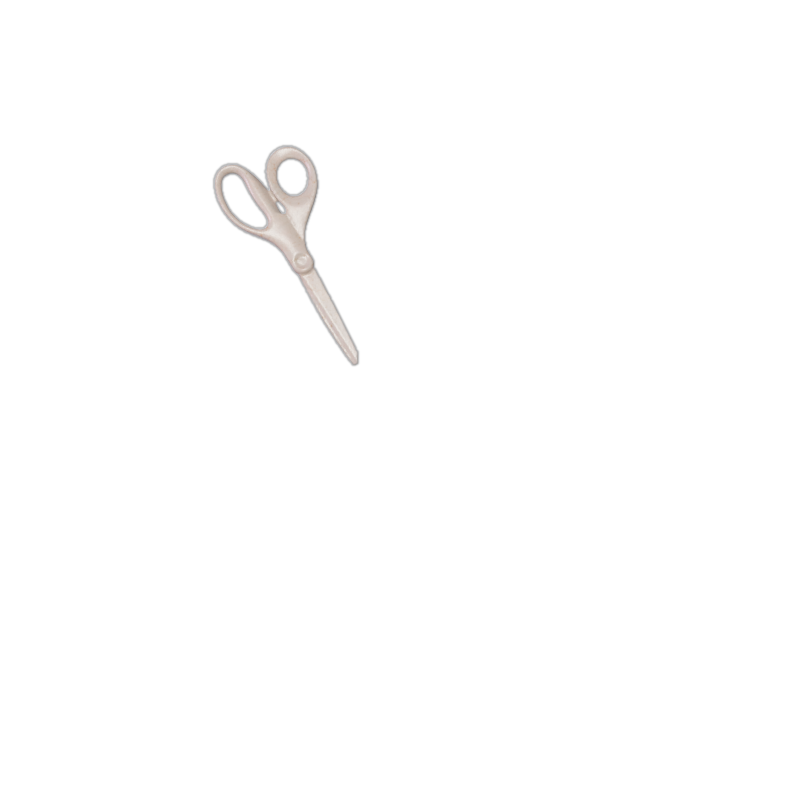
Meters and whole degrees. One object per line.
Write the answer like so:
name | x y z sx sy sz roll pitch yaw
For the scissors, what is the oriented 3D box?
scissors | -0.073 -0.134 0.936 0.097 0.208 0.015 -42 -11 -10
